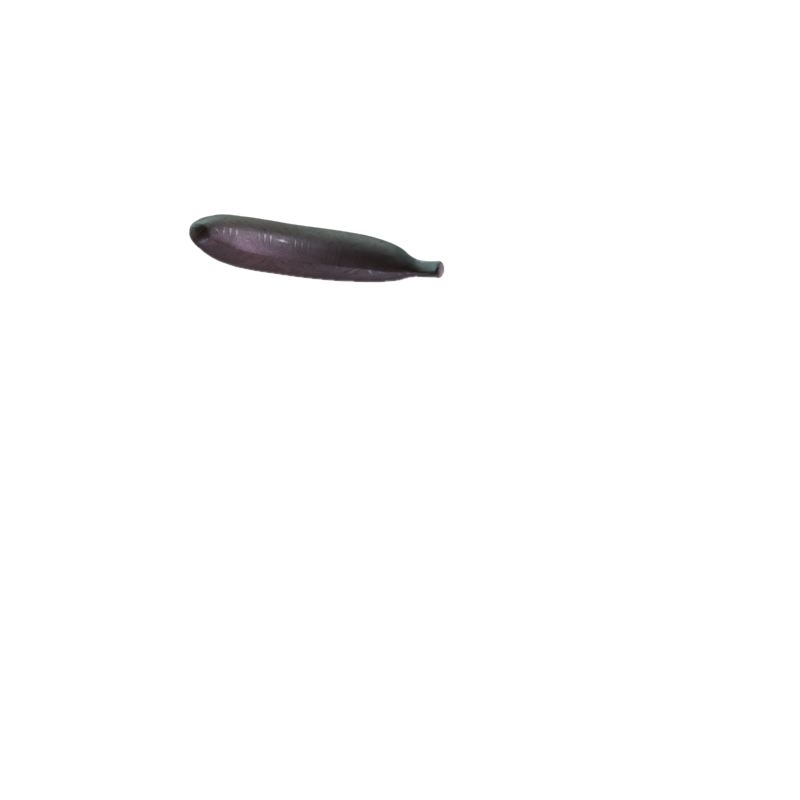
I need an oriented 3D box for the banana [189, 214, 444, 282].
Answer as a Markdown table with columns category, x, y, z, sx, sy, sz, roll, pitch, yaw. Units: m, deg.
| category | x | y | z | sx | sy | sz | roll | pitch | yaw |
| --- | --- | --- | --- | --- | --- | --- | --- | --- | --- |
| banana | -0.067 | -0.108 | 0.786 | 0.190 | 0.038 | 0.071 | 3 | -7 | -30 |
